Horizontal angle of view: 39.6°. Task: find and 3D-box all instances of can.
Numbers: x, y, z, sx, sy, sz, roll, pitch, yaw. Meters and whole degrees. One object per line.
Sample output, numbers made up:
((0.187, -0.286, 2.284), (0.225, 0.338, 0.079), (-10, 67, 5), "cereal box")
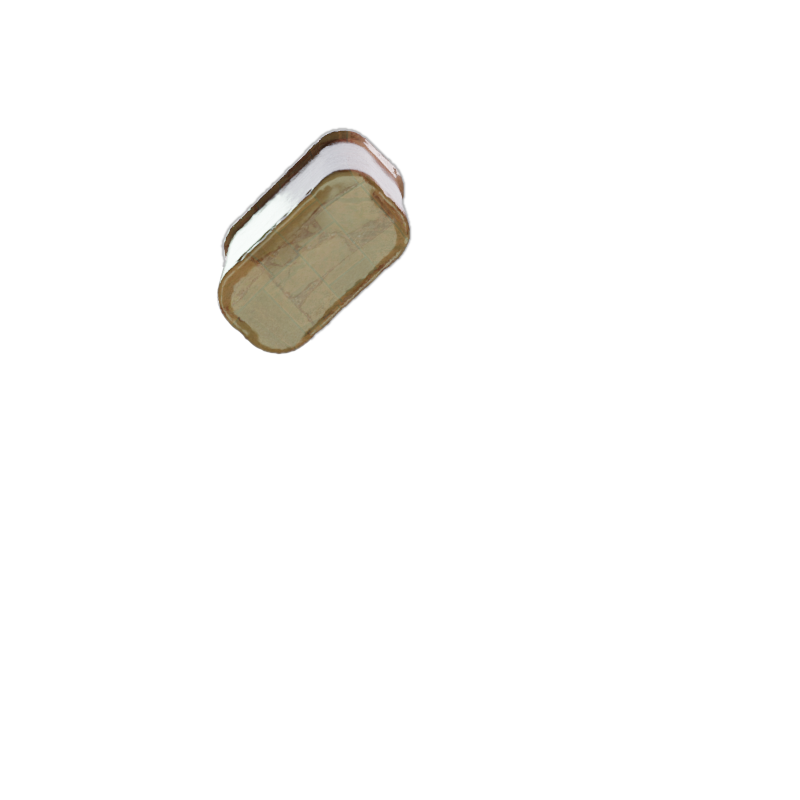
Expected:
((-0.043, -0.078, 0.549), (0.055, 0.101, 0.088), (44, 13, -18), "can")
